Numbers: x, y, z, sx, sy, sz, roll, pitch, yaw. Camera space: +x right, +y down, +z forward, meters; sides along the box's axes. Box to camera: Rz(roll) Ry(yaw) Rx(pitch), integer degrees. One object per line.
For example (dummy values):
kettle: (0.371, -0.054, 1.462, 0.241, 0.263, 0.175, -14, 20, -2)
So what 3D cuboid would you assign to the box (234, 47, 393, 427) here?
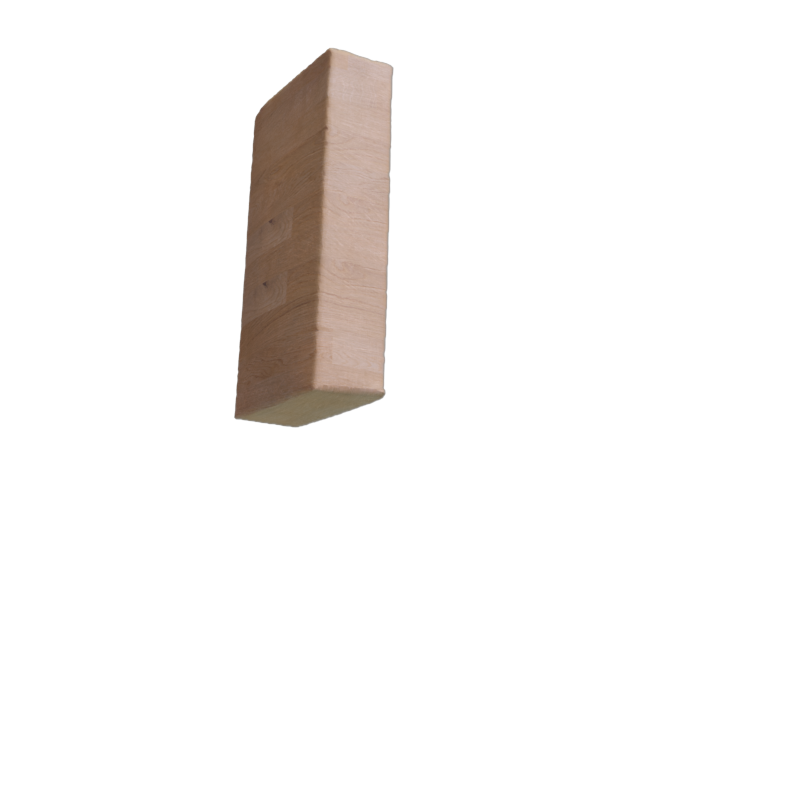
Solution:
box: (-0.045, -0.081, 0.570, 0.046, 0.184, 0.093, 9, -20, -30)
